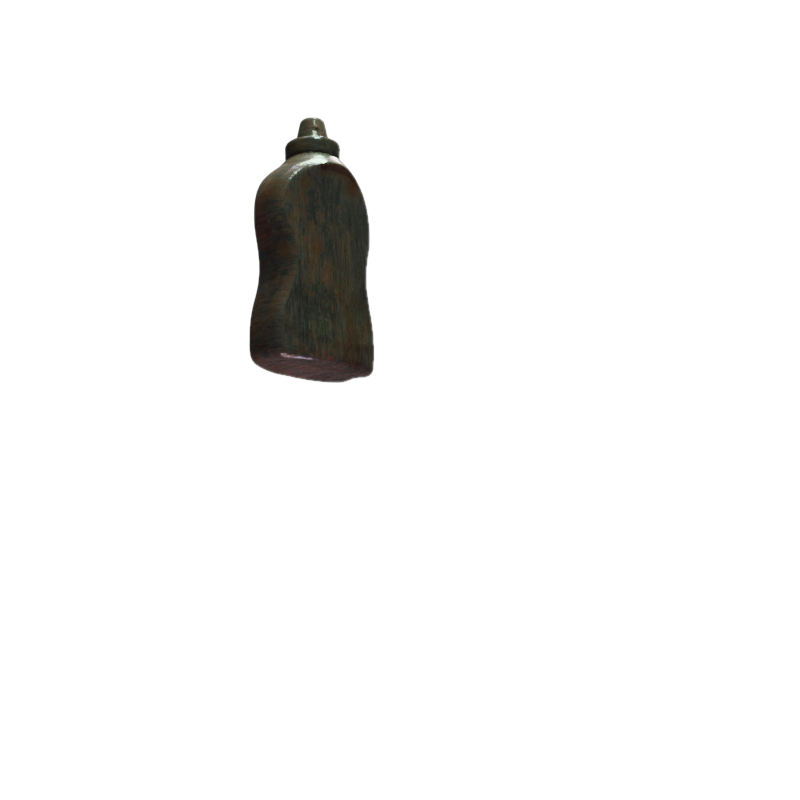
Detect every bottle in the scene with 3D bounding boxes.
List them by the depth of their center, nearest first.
[{"bbox_3d":[-0.063,-0.114,0.799,0.091,0.200,0.059,15,-24,-42],"label":"bottle"}]
